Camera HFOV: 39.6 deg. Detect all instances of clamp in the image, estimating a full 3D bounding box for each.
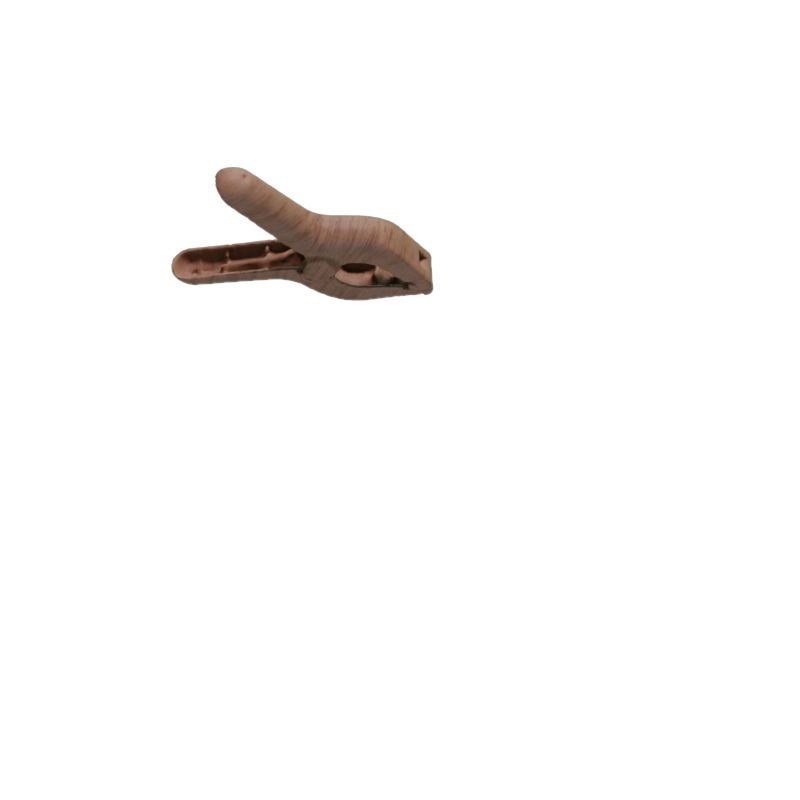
[{"bbox_3d":[-0.055,-0.101,0.706,0.169,0.041,0.116,4,-20,-12],"label":"clamp"}]
